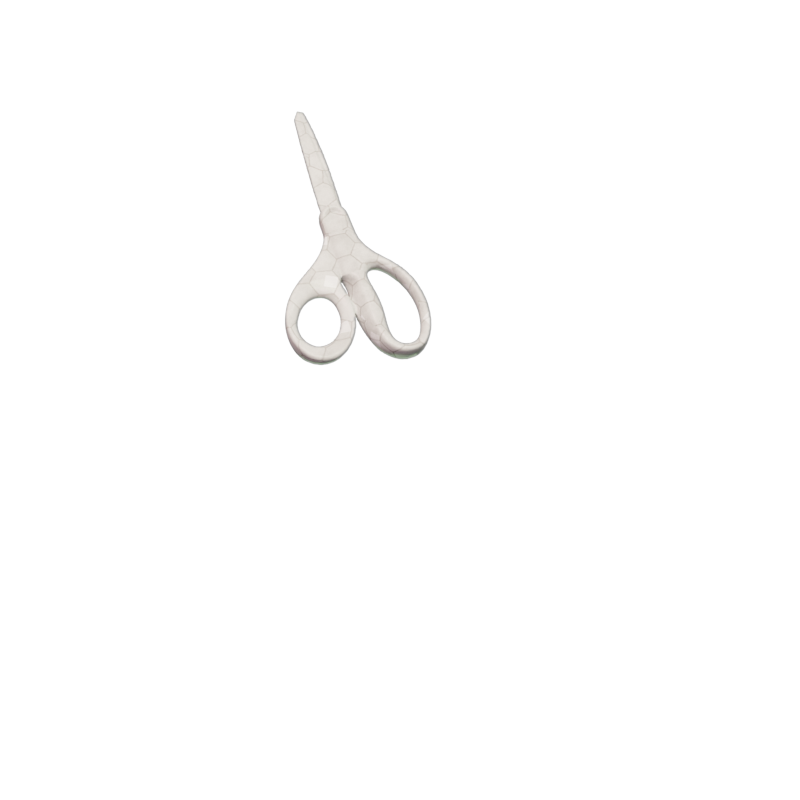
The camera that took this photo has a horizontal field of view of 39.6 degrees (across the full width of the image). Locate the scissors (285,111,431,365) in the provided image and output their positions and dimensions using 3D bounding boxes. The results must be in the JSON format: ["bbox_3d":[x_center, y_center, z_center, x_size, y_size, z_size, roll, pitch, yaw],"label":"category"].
[{"bbox_3d":[-0.055,-0.101,0.706,0.096,0.216,0.015,-26,-29,-16],"label":"scissors"}]
